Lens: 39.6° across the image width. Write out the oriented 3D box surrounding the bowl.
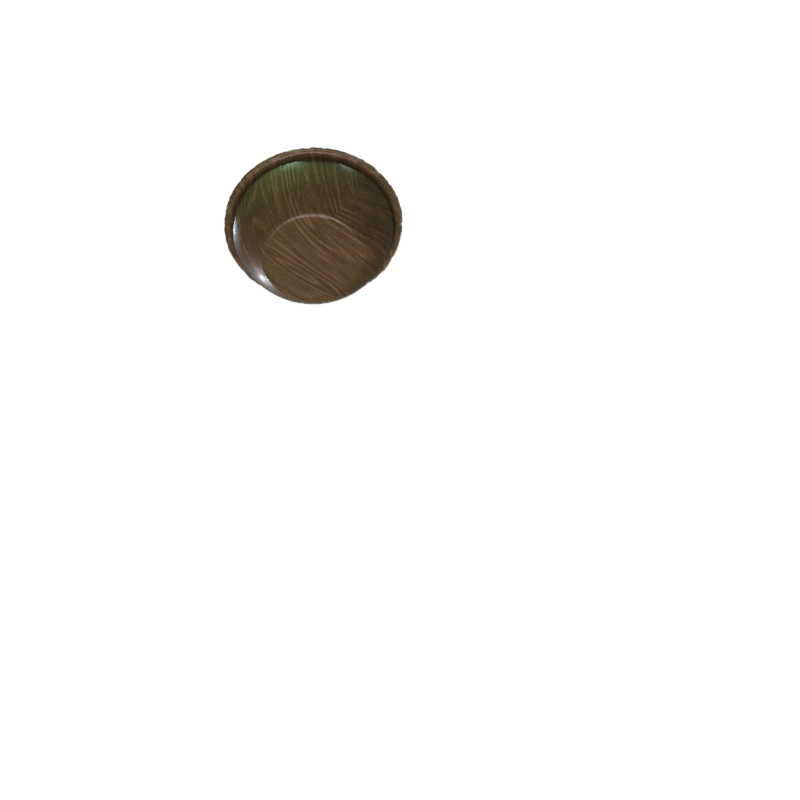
[{"bbox_3d":[-0.077,-0.140,0.980,0.162,0.152,0.059,1,35,-1],"label":"bowl"}]
